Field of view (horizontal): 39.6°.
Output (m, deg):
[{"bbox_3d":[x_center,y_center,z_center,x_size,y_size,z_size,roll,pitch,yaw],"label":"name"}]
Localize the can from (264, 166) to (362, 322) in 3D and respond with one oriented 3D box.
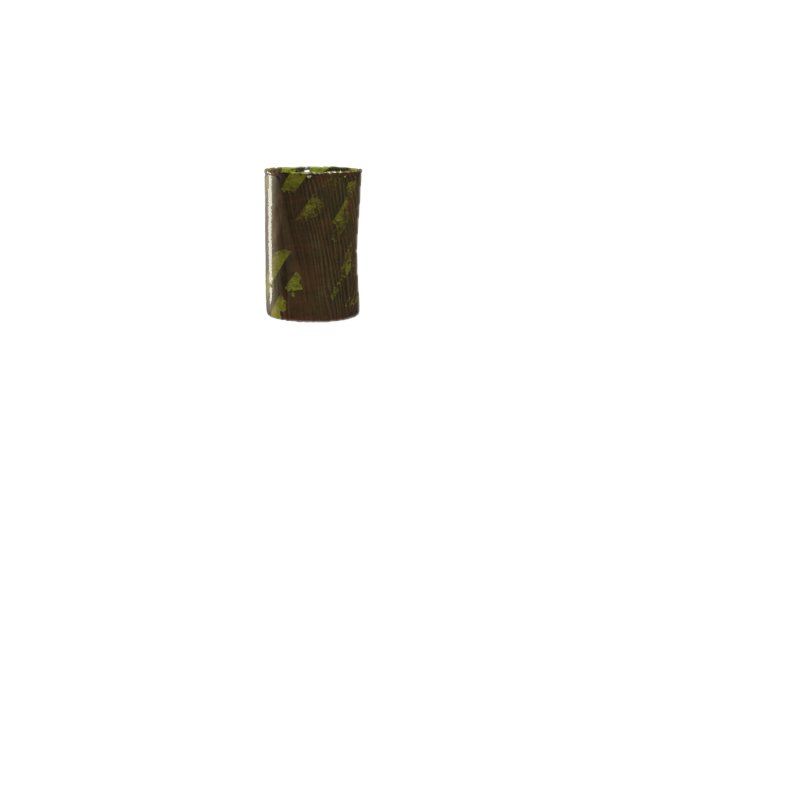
[{"bbox_3d":[-0.061,-0.110,0.773,0.068,0.100,0.070,0,10,-2],"label":"can"}]
